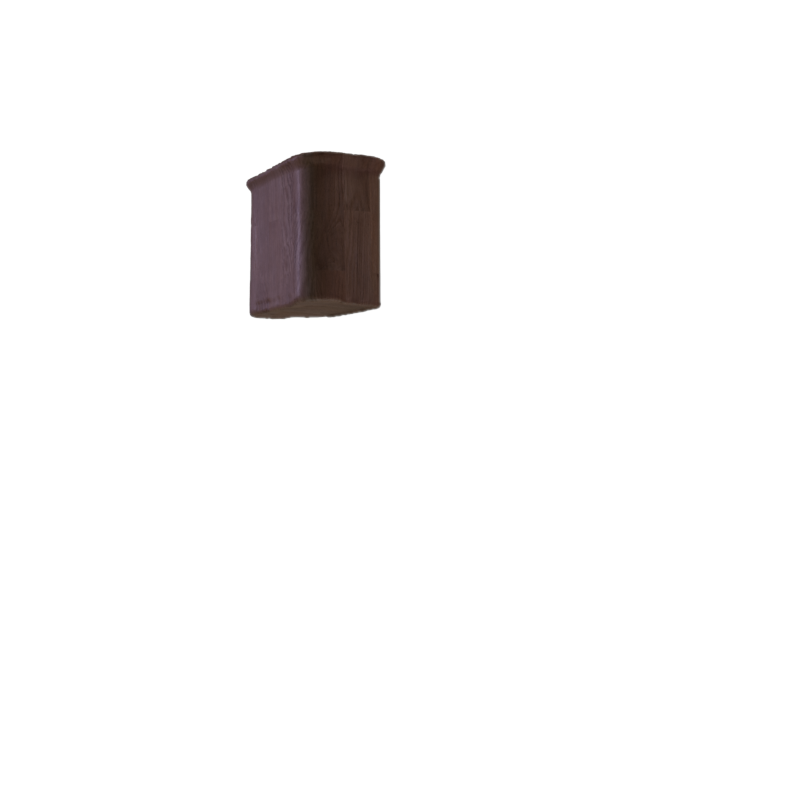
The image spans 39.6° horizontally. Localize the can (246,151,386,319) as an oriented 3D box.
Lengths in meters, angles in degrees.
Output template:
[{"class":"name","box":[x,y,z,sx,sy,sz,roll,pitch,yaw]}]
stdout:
[{"class":"can","box":[-0.051,-0.093,0.650,0.055,0.085,0.104,3,-6,-29]}]
